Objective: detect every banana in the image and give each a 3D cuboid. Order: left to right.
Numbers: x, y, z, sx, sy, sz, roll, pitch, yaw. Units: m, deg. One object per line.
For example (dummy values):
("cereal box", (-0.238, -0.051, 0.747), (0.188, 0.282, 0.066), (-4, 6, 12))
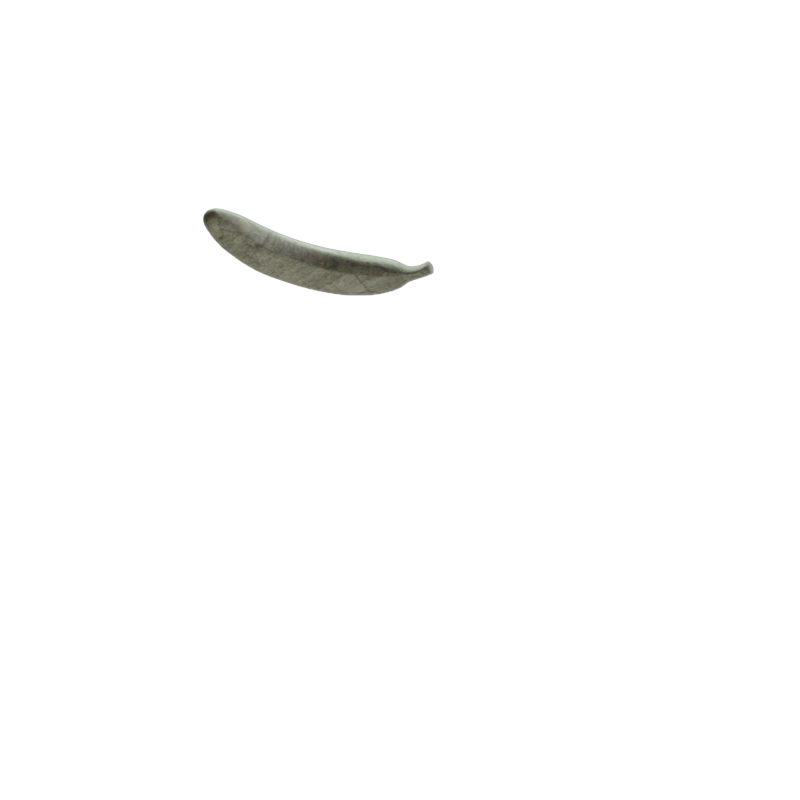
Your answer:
("banana", (-0.075, -0.121, 0.932), (0.193, 0.039, 0.067), (10, -35, -16))
